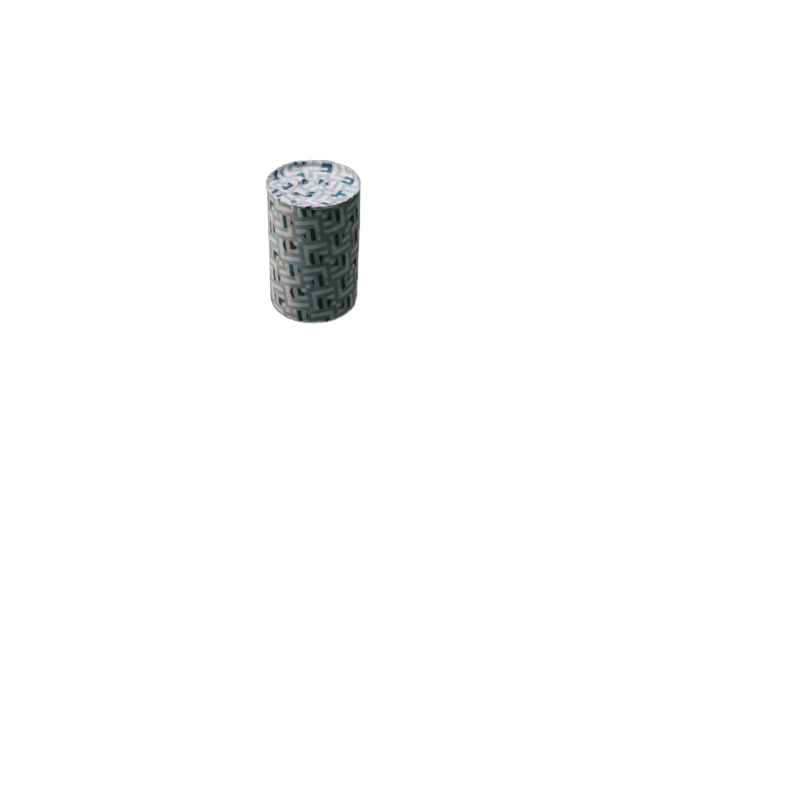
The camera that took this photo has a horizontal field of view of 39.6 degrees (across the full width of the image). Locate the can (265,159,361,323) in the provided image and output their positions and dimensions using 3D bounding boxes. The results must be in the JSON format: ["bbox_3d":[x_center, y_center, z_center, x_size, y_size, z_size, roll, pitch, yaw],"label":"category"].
[{"bbox_3d":[-0.064,-0.116,0.814,0.068,0.096,0.073,0,36,-3],"label":"can"}]
